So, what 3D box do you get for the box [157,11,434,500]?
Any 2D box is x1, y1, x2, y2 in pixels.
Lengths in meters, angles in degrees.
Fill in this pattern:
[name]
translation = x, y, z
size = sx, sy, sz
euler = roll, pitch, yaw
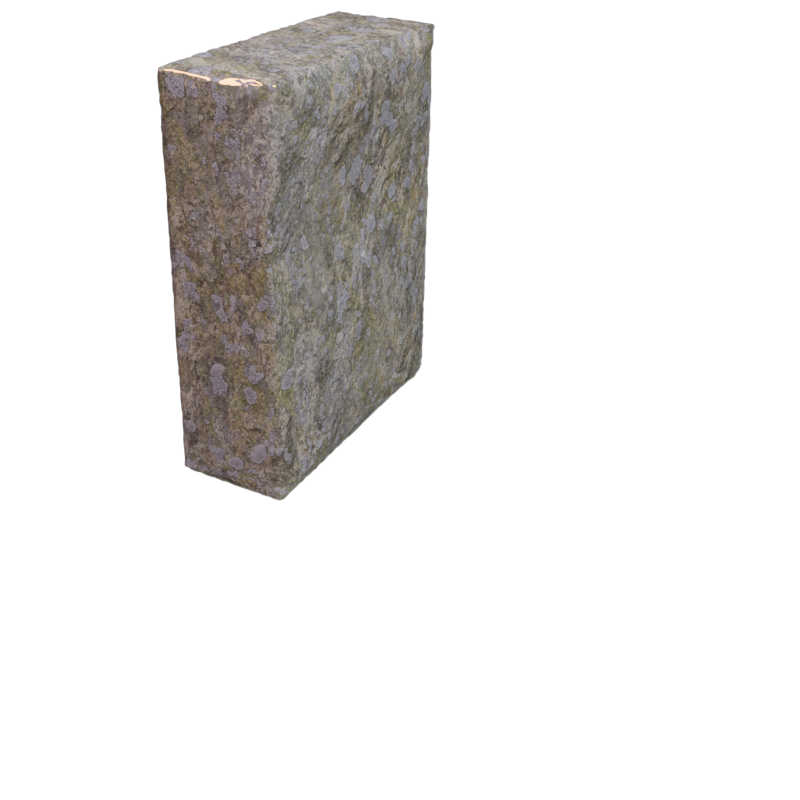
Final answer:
[box]
translation = -0.046, -0.084, 0.585
size = 0.075, 0.203, 0.166
euler = 14, 28, 25
